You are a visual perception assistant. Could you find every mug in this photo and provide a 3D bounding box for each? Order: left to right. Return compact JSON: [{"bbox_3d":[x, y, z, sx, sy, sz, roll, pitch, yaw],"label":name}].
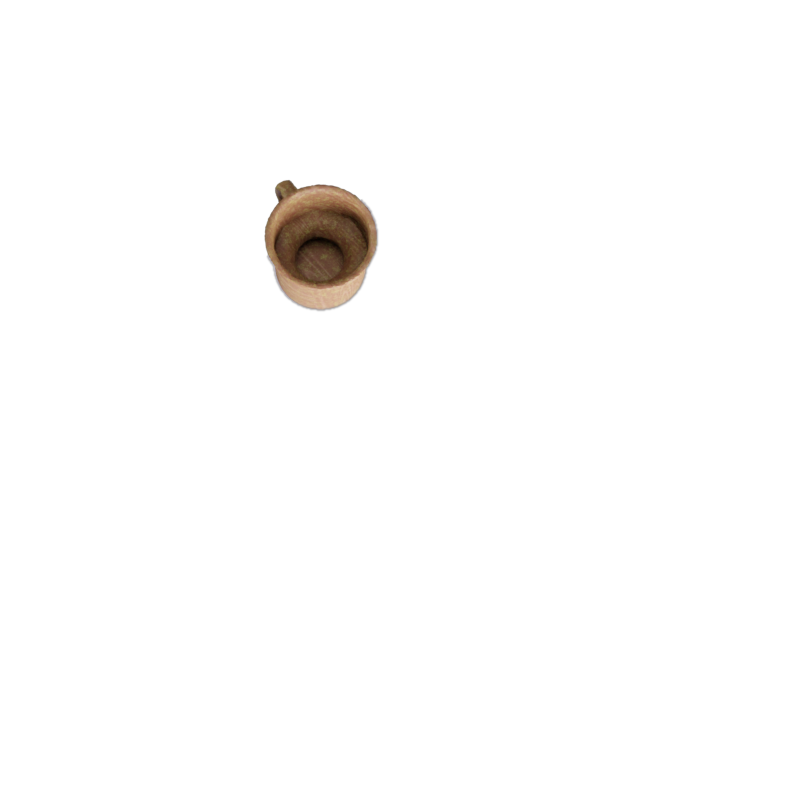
[{"bbox_3d":[-0.074,-0.136,0.949,0.093,0.122,0.078,-32,-15,-11],"label":"mug"}]
